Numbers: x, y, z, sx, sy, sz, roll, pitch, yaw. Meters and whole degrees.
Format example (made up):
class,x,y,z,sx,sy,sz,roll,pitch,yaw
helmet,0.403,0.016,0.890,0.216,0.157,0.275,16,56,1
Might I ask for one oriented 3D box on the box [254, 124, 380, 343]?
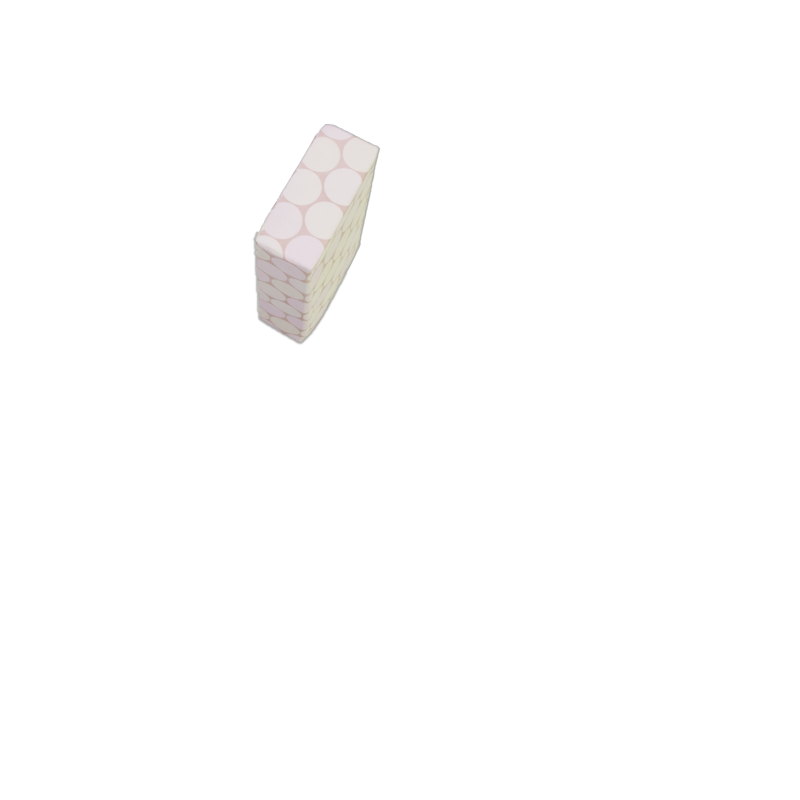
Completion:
class,x,y,z,sx,sy,sz,roll,pitch,yaw
box,-0.058,-0.106,0.743,0.049,0.096,0.169,27,-15,3
